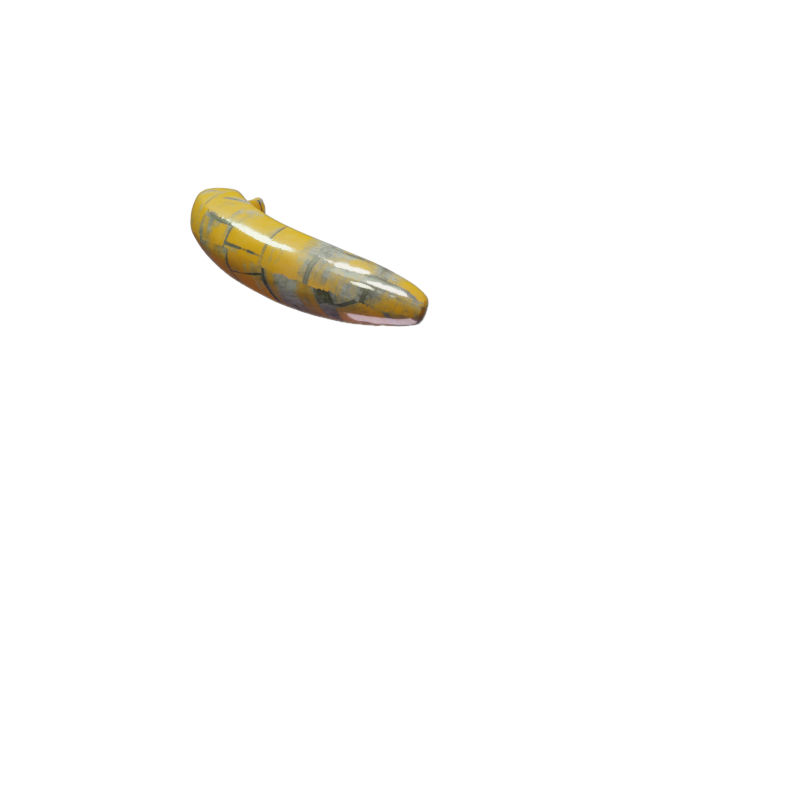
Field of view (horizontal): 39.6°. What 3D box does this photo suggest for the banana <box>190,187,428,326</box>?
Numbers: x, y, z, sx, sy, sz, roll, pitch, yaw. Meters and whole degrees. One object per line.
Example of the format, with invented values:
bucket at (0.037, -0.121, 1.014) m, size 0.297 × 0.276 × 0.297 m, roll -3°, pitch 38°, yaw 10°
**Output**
banana at (-0.064, -0.081, 0.581) m, size 0.068 × 0.035 × 0.212 m, roll -13°, pitch 30°, yaw -26°
